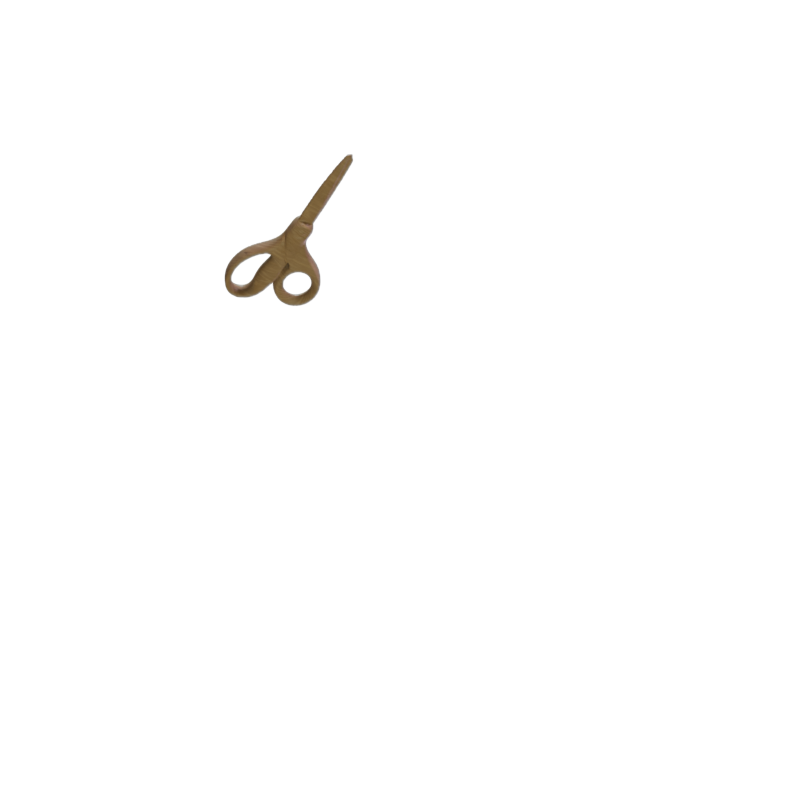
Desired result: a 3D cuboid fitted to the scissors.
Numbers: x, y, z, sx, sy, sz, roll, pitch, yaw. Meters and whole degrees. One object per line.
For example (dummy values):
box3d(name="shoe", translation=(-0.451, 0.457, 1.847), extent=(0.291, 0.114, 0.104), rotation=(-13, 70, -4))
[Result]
box3d(name="scissors", translation=(-0.077, -0.141, 0.986), extent=(0.090, 0.017, 0.200), rotation=(30, -46, -33))
